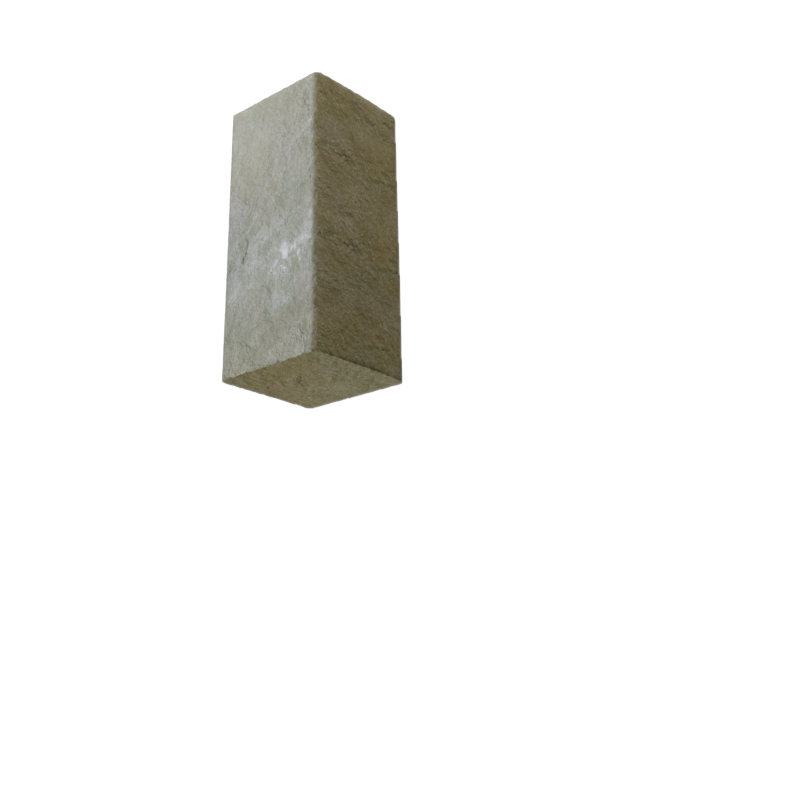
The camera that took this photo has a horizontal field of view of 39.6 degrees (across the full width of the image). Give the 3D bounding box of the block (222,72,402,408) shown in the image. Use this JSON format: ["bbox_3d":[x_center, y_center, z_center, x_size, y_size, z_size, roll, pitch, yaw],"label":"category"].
[{"bbox_3d":[-0.060,-0.111,0.780,0.092,0.217,0.084,-20,-29,37],"label":"block"}]
